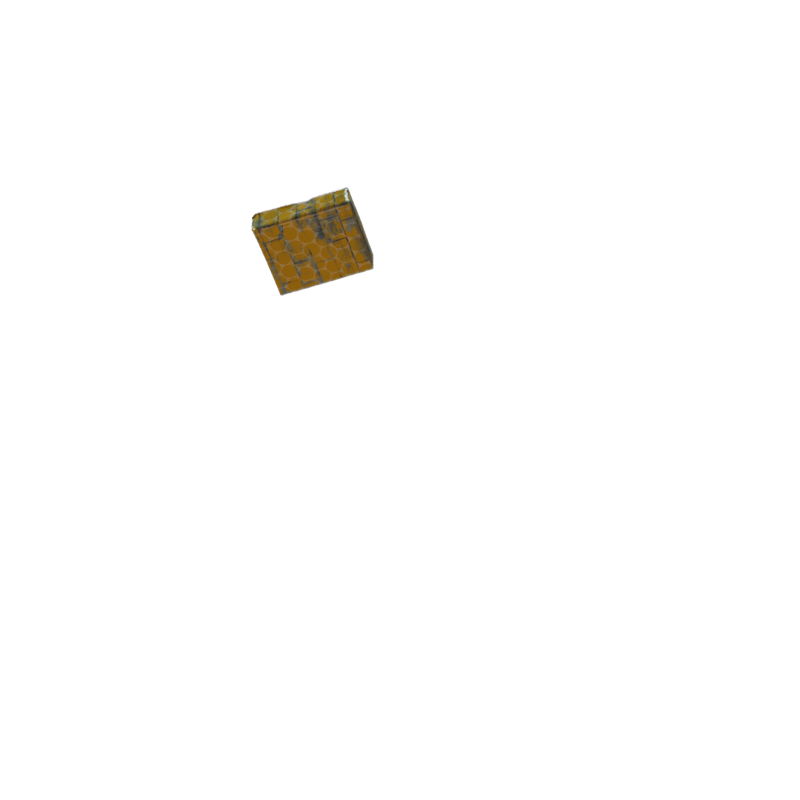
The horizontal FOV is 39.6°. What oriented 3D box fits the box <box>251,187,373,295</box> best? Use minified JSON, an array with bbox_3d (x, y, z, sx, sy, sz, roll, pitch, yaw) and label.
[{"bbox_3d":[-0.075,-0.137,0.961,0.090,0.068,0.032,-15,35,10],"label":"box"}]
